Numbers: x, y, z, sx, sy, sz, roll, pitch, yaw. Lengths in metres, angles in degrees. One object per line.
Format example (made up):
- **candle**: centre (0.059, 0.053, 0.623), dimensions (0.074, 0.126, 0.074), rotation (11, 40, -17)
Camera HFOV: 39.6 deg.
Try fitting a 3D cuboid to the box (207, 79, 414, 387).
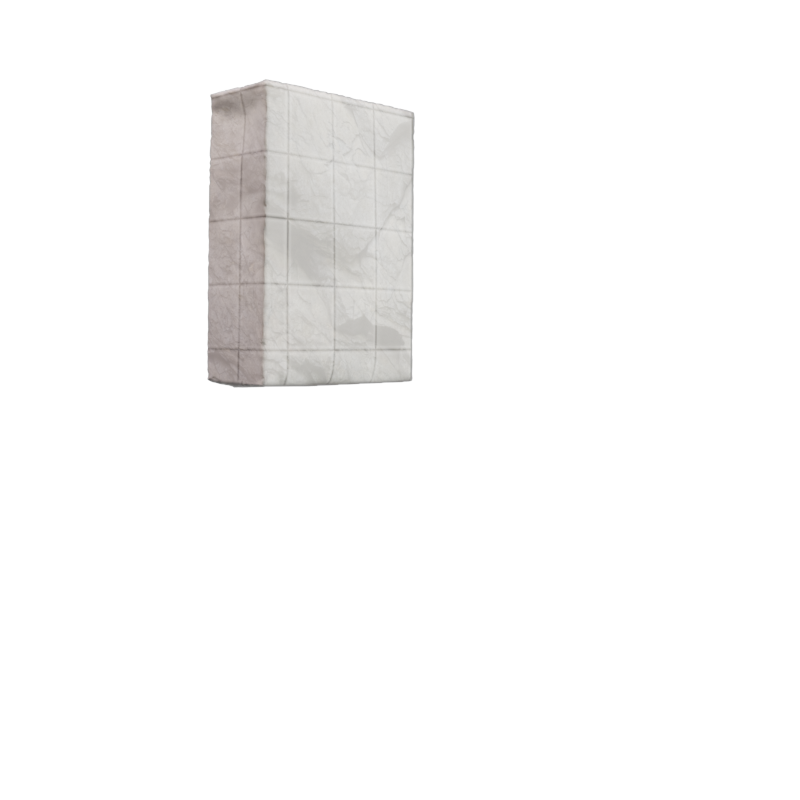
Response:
- **box**: centre (-0.065, -0.119, 0.834), dimensions (0.074, 0.216, 0.157), rotation (-4, -4, 42)
